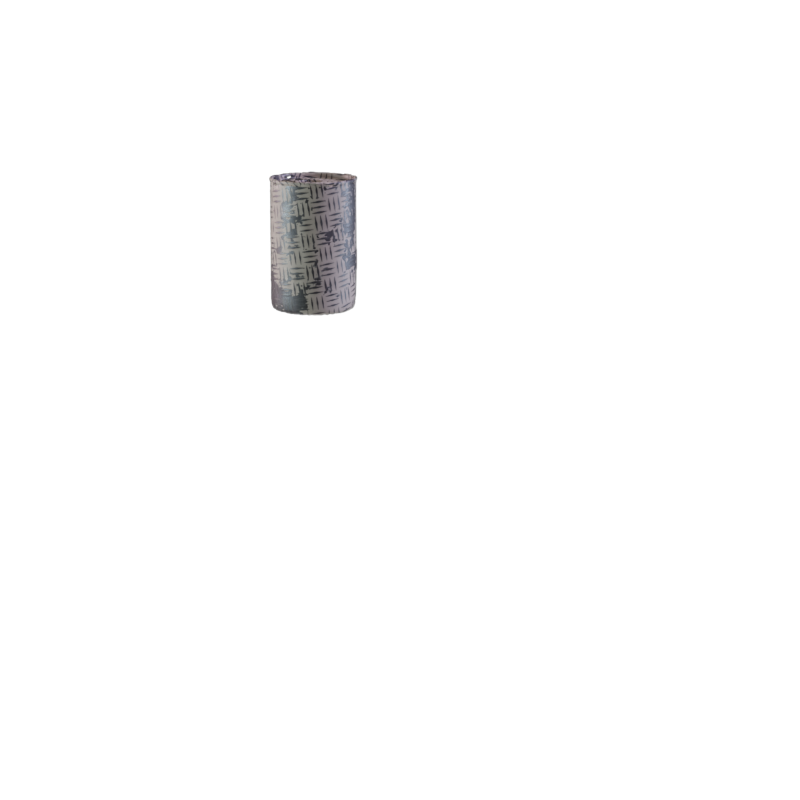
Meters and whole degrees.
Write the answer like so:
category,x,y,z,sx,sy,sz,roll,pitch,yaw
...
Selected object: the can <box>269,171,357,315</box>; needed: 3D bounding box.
category,x,y,z,sx,sy,sz,roll,pitch,yaw
can,-0.067,-0.123,0.860,0.068,0.099,0.071,0,13,-2
